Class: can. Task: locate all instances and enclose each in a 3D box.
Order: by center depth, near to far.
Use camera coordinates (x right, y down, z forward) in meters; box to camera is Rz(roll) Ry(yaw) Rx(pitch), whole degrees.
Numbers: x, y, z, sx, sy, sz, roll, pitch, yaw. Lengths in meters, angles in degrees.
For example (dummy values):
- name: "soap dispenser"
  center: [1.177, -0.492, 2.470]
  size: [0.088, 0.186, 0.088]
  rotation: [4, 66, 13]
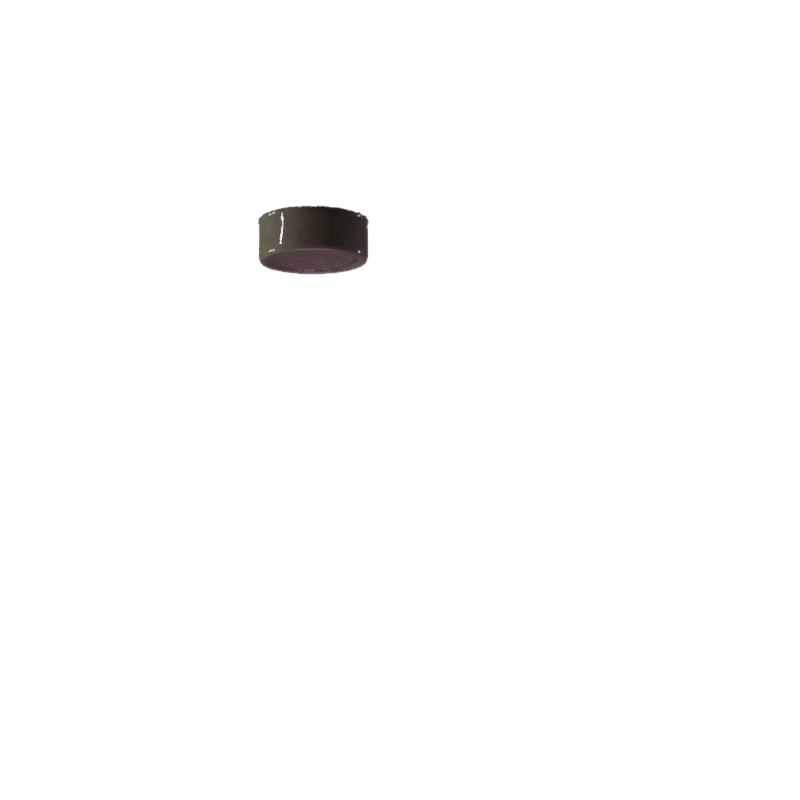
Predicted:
- name: "can"
  center: [-0.067, -0.122, 0.856]
  size: [0.086, 0.034, 0.084]
  rotation: [0, -8, -2]
